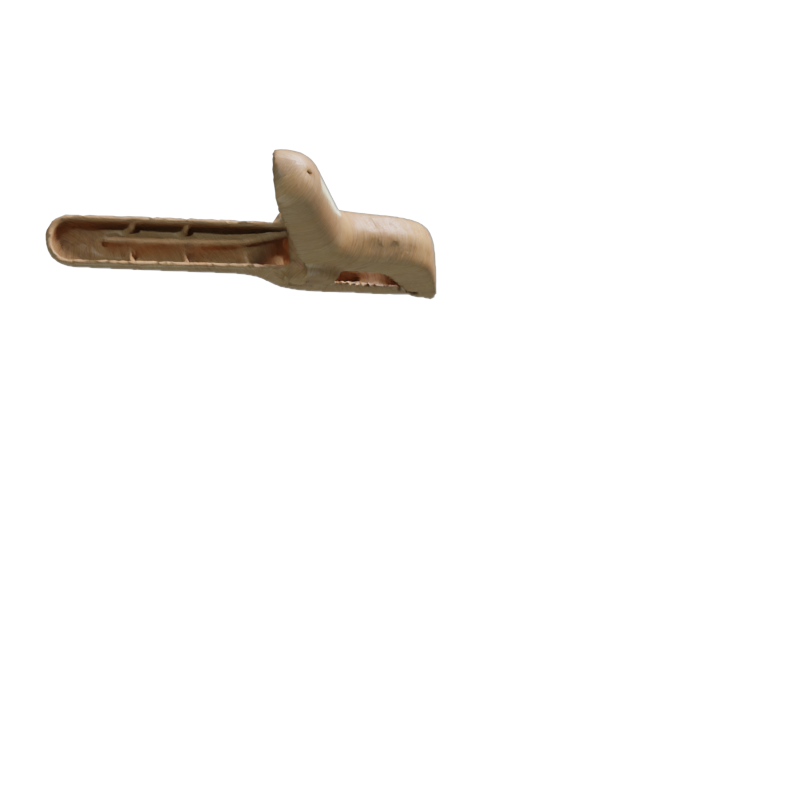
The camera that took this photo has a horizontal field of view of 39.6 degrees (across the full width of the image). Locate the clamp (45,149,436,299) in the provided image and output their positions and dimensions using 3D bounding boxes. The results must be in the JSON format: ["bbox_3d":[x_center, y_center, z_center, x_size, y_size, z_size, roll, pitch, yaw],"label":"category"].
[{"bbox_3d":[-0.042,-0.077,0.543,0.200,0.037,0.169,5,-7,-43],"label":"clamp"}]
